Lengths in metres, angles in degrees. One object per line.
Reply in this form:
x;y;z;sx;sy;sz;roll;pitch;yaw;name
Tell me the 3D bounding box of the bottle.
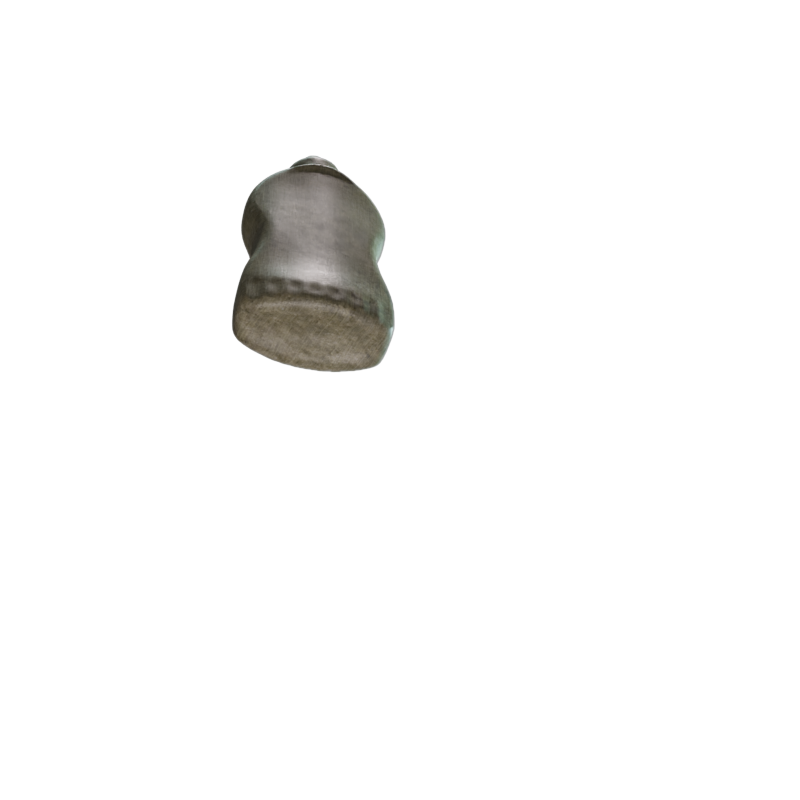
-0.057;-0.104;0.729;0.094;0.055;0.206;8;40;-11;bottle
